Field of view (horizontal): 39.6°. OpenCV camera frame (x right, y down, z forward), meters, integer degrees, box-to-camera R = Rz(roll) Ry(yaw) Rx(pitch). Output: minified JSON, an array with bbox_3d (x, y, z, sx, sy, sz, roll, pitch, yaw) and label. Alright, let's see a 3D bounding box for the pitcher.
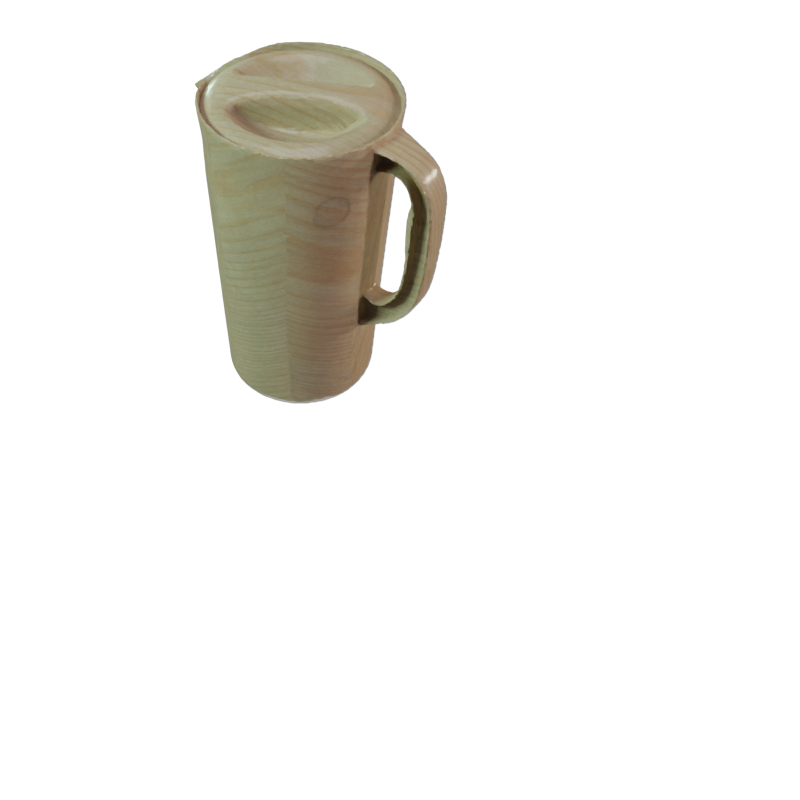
[{"bbox_3d":[-0.060,-0.109,0.763,0.143,0.226,0.161,-7,45,-10],"label":"pitcher"}]
